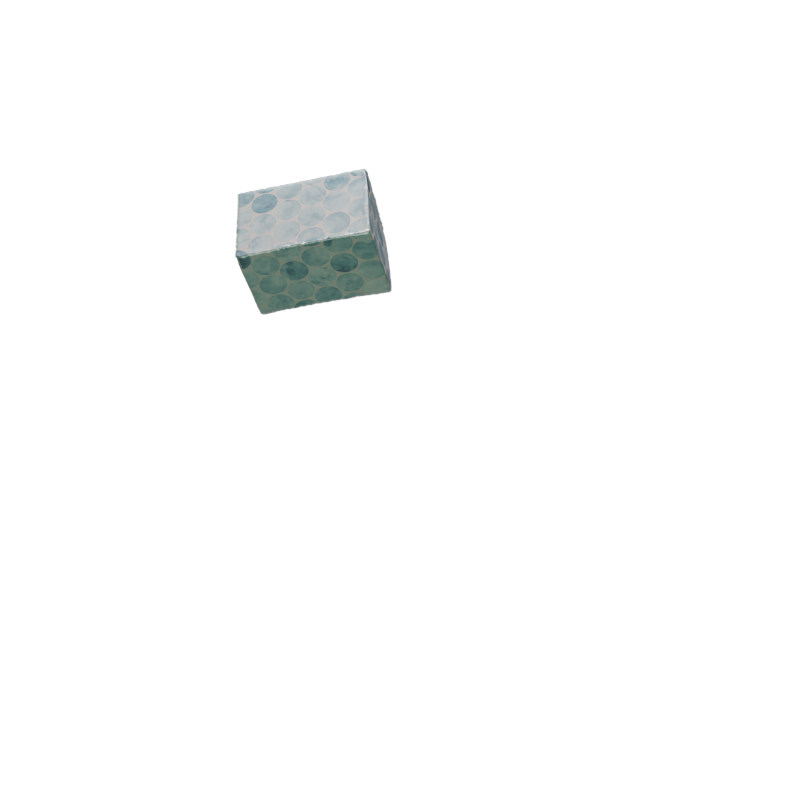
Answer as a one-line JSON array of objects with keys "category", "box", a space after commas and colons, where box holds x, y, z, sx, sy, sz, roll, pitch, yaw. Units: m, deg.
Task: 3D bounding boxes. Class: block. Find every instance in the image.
[{"category": "block", "box": [-0.049, -0.089, 0.625, 0.079, 0.055, 0.049, -9, -40, 9]}]
